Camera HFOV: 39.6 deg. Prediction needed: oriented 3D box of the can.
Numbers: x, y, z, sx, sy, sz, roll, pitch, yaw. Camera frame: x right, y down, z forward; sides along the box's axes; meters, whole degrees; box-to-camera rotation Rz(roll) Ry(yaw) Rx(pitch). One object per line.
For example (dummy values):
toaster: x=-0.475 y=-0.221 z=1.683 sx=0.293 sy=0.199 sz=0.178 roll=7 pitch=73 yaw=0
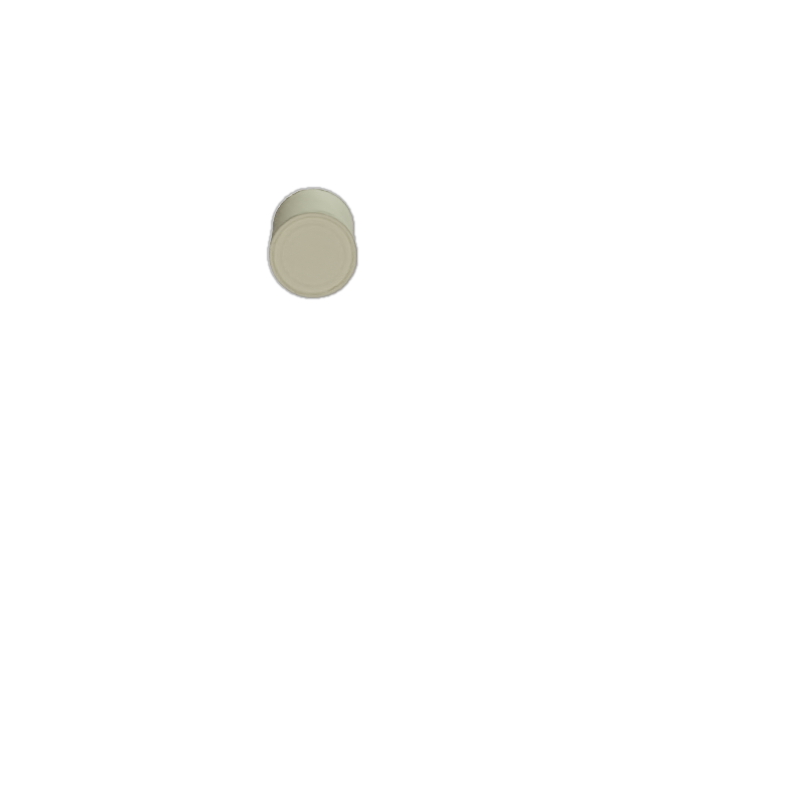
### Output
can: x=-0.067 y=-0.123 z=0.861 sx=0.068 sy=0.066 sz=0.106 roll=0 pitch=18 yaw=-3
